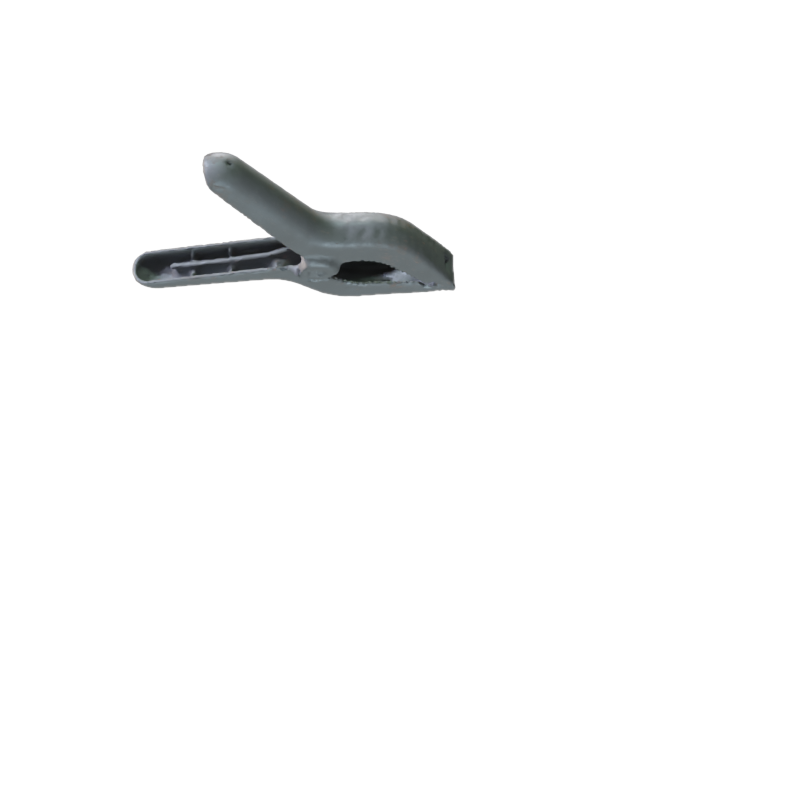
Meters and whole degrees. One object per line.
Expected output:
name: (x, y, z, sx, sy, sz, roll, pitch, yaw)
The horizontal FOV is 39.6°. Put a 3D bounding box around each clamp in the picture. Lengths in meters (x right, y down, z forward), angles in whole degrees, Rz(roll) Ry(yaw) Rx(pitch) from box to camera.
clamp: (-0.055, -0.101, 0.708, 0.205, 0.038, 0.161, 5, -19, -17)
